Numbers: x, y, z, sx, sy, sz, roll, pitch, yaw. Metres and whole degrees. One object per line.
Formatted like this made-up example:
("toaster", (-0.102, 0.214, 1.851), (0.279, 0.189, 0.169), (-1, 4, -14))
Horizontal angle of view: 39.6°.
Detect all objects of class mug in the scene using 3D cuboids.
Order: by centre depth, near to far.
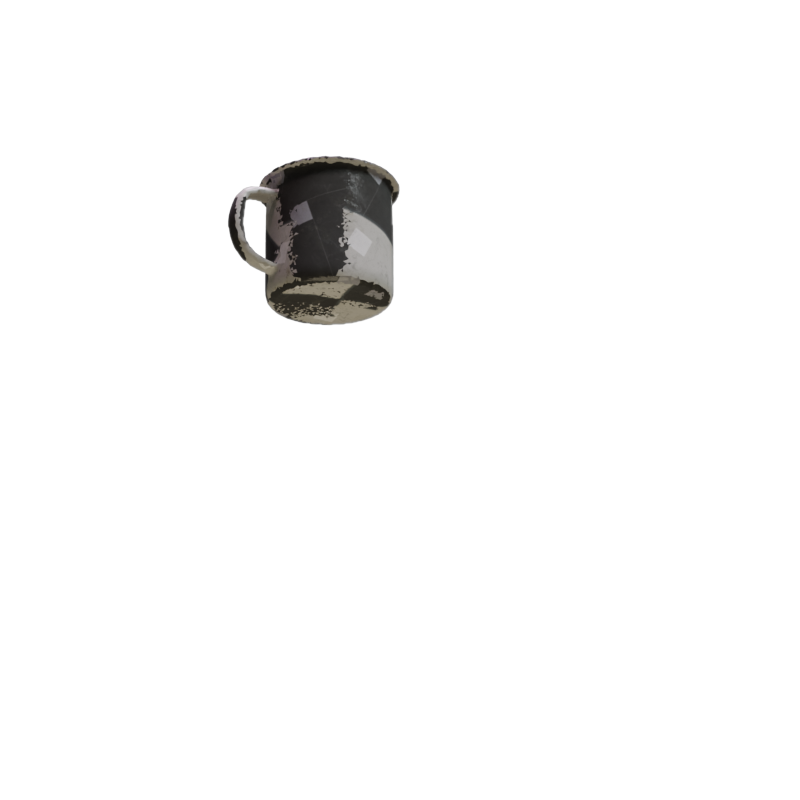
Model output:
("mug", (-0.055, -0.101, 0.708), (0.112, 0.086, 0.093), (13, -25, -32))
